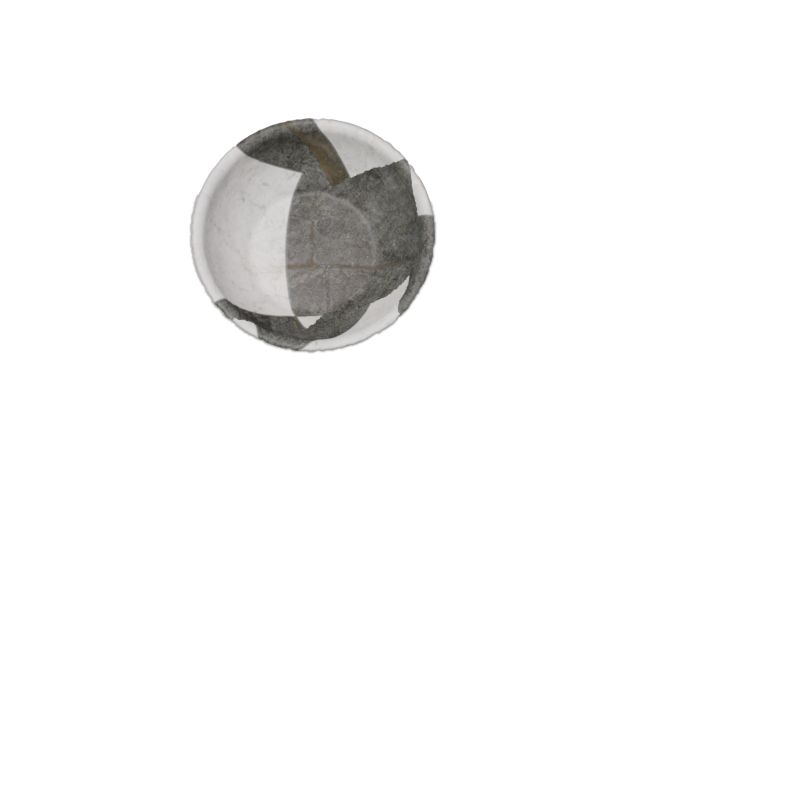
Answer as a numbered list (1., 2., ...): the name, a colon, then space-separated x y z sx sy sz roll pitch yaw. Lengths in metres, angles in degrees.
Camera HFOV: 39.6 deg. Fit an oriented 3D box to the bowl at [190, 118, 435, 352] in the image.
1. bowl: -0.059 -0.108 0.756 0.162 0.168 0.053 0 -15 -1
